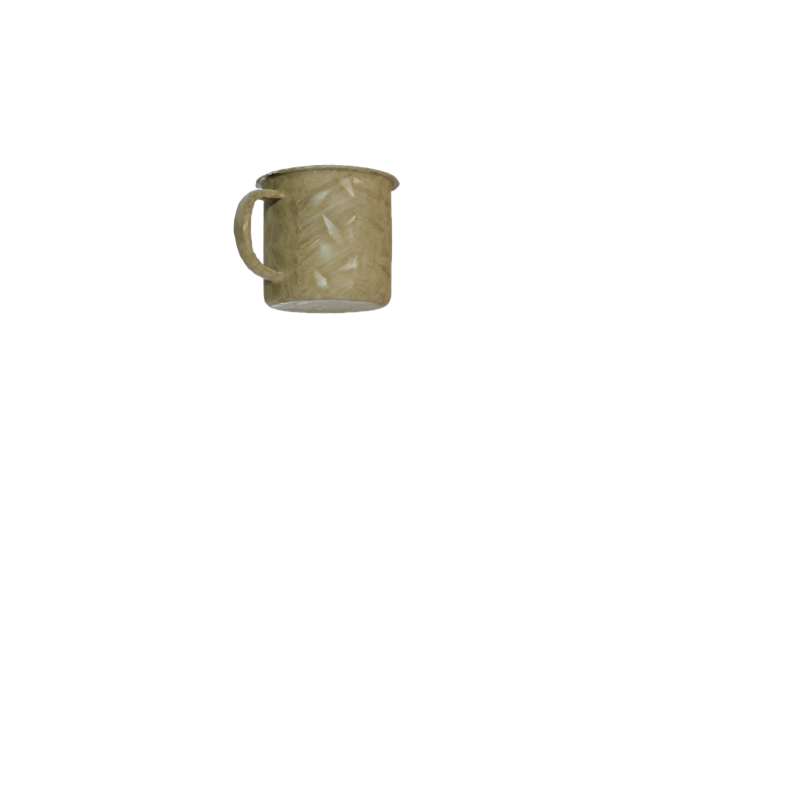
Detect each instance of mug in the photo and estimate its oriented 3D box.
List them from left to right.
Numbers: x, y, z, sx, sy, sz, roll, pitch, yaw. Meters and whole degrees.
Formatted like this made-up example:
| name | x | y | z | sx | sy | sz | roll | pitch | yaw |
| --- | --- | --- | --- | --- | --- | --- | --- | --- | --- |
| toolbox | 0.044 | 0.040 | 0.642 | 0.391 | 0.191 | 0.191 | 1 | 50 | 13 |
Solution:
| name | x | y | z | sx | sy | sz | roll | pitch | yaw |
| --- | --- | --- | --- | --- | --- | --- | --- | --- | --- |
| mug | -0.055 | -0.100 | 0.702 | 0.112 | 0.083 | 0.096 | 5 | -8 | -44 |
